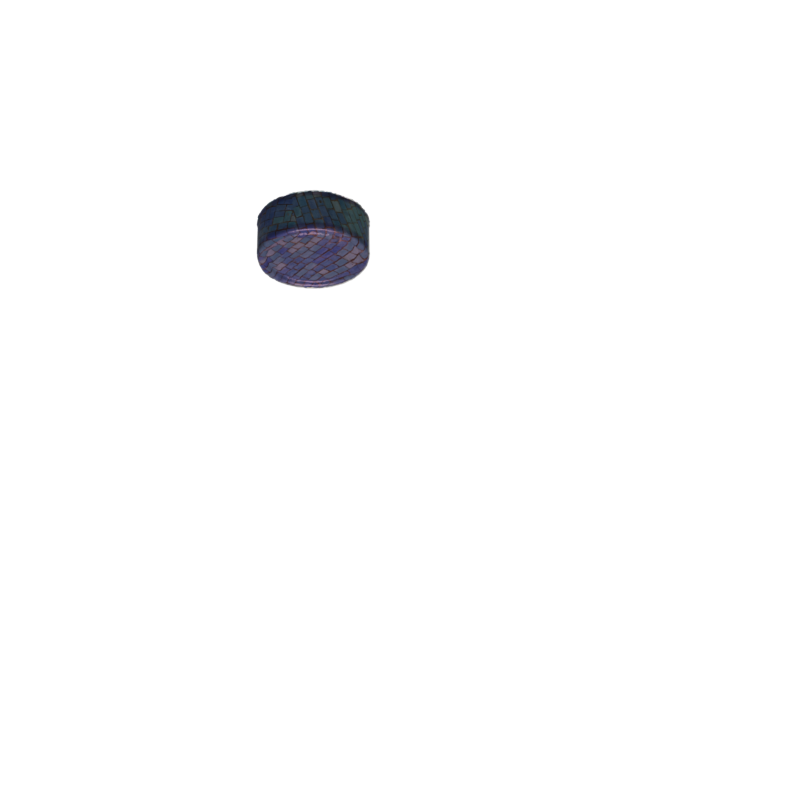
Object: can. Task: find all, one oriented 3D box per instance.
[{"bbox_3d":[-0.065,-0.119,0.832,0.086,0.036,0.081,1,-29,-2],"label":"can"}]
